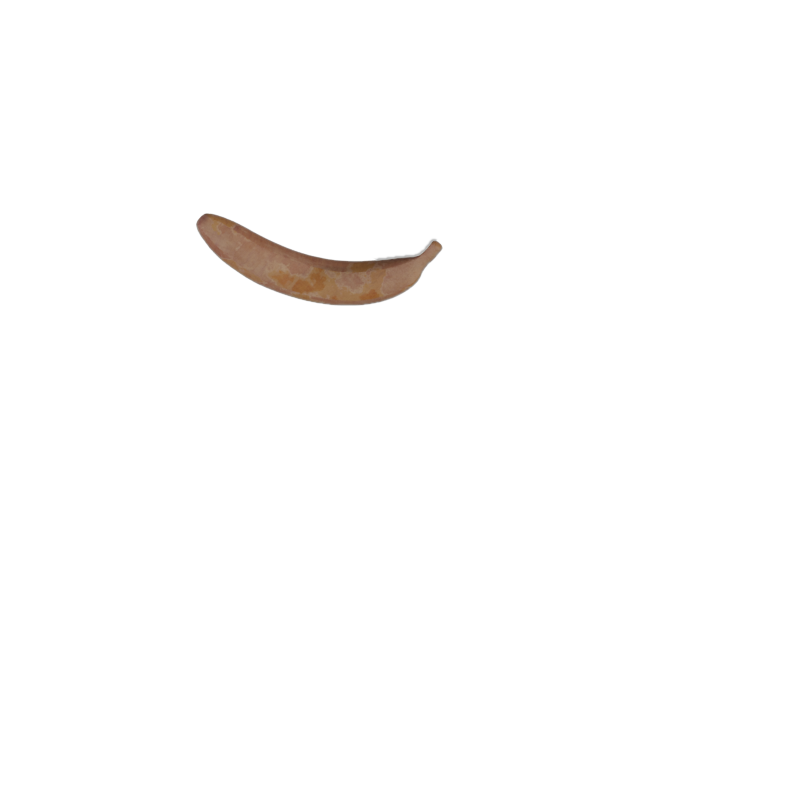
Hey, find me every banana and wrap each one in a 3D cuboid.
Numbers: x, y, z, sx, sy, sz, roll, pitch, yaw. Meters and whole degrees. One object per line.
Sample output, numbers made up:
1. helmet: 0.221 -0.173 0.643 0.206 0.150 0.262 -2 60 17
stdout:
1. banana: -0.069 -0.112 0.905 0.197 0.066 0.039 6 23 -2
